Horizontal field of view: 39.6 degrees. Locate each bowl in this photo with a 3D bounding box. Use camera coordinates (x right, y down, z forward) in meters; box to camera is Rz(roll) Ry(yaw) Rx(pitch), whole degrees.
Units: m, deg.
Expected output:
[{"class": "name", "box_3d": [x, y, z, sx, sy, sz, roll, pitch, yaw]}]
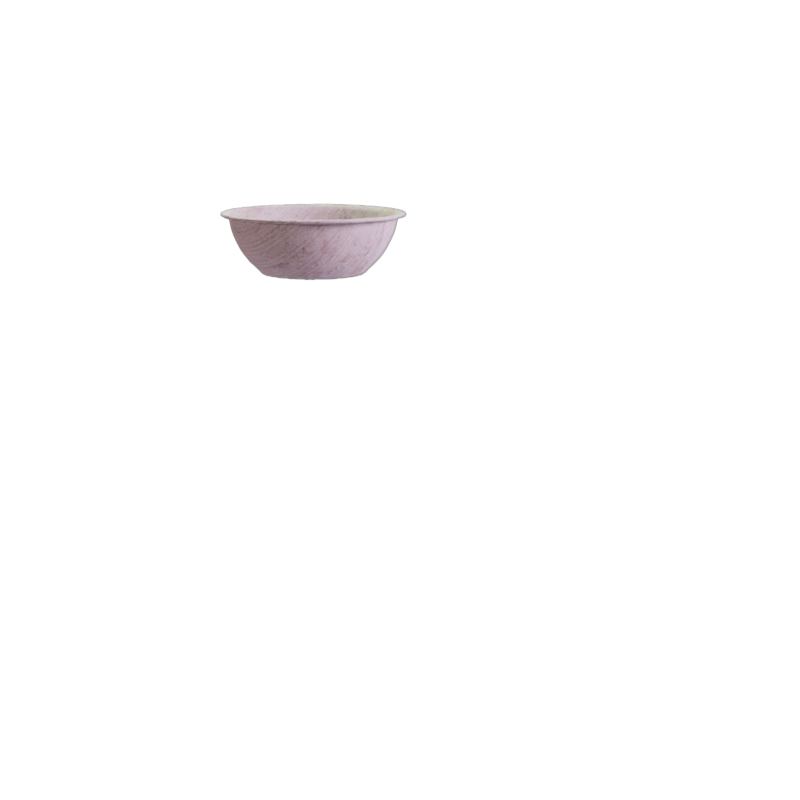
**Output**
[{"class": "bowl", "box_3d": [-0.076, -0.138, 0.966, 0.162, 0.054, 0.166, 0, 13, -2]}]
